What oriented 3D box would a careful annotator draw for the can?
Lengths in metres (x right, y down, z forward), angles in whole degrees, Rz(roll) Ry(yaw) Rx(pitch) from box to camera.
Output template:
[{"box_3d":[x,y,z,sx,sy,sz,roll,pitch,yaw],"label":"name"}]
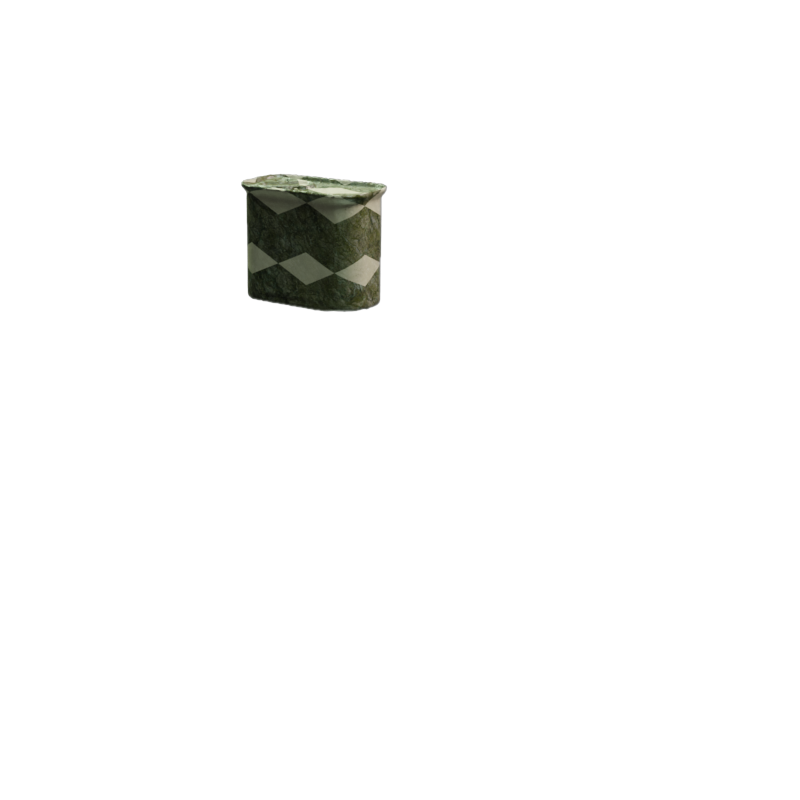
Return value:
[{"box_3d":[-0.061,-0.112,0.783,0.106,0.081,0.057,11,19,30],"label":"can"}]
